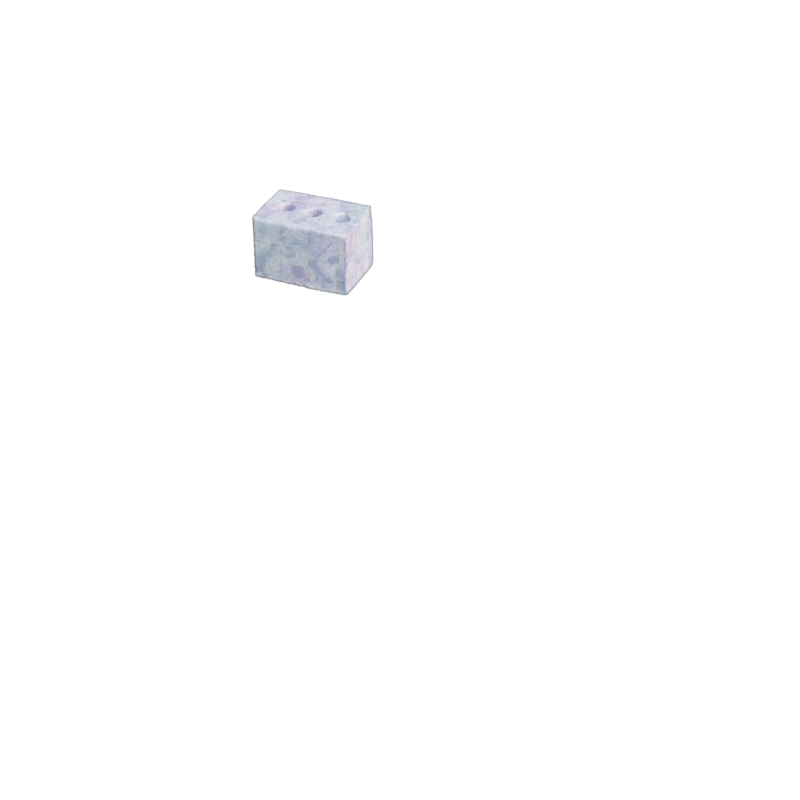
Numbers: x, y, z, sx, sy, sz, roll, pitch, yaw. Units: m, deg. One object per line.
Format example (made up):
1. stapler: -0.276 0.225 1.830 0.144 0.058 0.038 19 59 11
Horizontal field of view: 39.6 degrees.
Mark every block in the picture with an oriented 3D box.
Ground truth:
1. block: -0.065 -0.118 0.827 0.080 0.048 0.054 13 34 17
